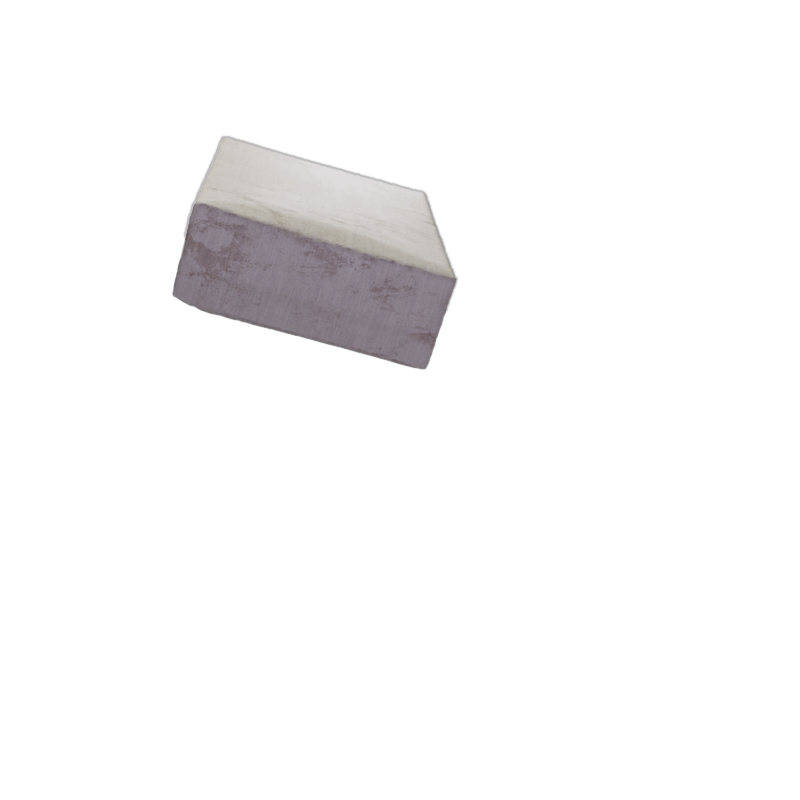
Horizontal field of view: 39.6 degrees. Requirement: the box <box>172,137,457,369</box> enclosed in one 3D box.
[{"bbox_3d":[-0.059,-0.108,0.756,0.162,0.069,0.224,14,21,-8],"label":"box"}]
